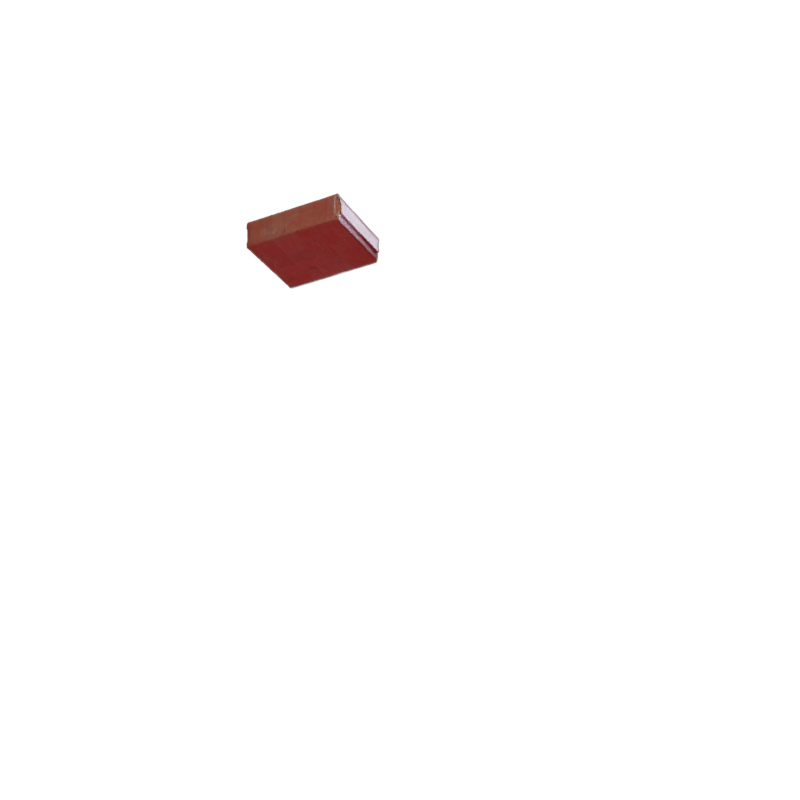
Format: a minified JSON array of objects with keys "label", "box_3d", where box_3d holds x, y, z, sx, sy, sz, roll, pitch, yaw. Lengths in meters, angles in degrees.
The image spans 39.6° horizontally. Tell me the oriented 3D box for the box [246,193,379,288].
[{"label":"box","box_3d":[-0.072,-0.133,0.928,0.090,0.032,0.068,-15,-32,24]}]
